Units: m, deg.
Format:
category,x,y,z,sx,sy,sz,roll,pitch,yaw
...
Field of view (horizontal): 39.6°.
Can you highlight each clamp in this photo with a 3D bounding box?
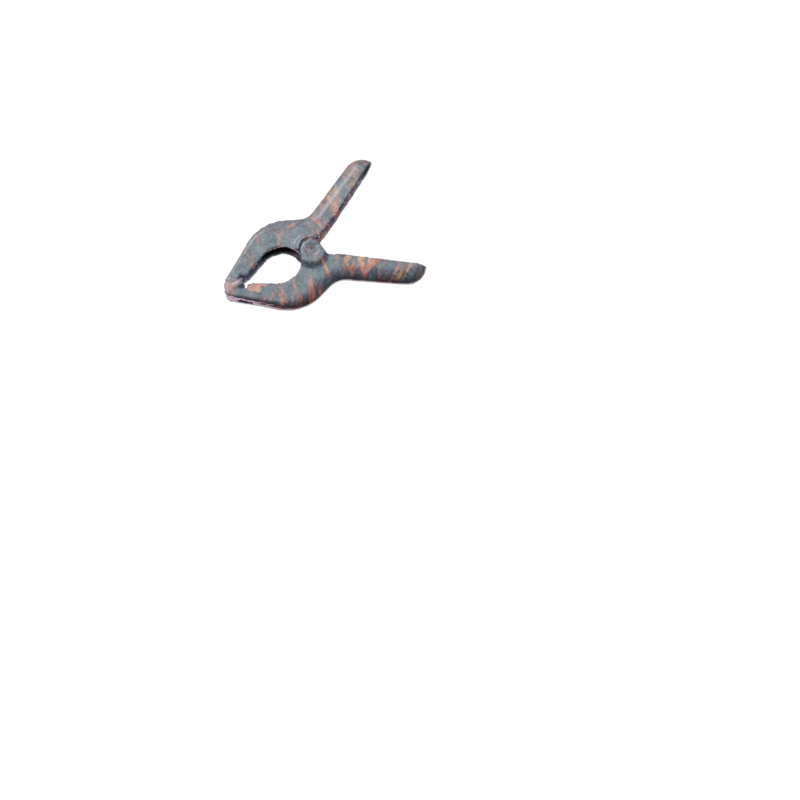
category,x,y,z,sx,sy,sz,roll,pitch,yaw
clamp,-0.075,-0.137,0.960,0.171,0.127,0.037,-16,-21,-7
